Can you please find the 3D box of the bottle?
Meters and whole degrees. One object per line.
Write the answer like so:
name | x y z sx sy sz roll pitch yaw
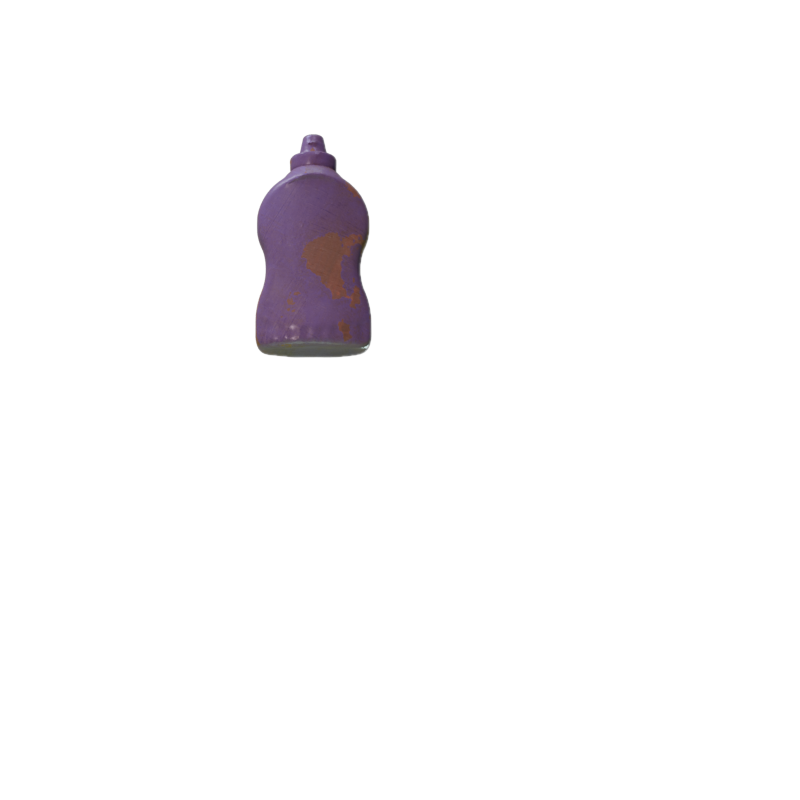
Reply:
bottle | -0.074 -0.135 0.944 0.096 0.200 0.056 -1 -17 0
